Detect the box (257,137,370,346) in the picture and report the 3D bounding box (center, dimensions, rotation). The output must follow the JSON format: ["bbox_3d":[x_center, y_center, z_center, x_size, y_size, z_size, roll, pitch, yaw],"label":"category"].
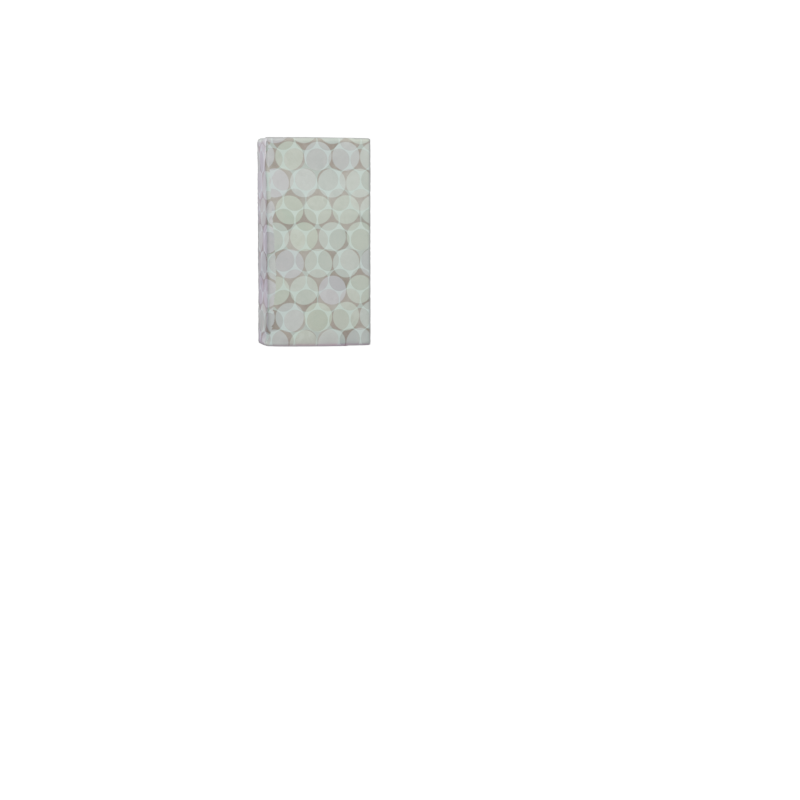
[{"bbox_3d":[-0.074,-0.135,0.944,0.091,0.176,0.049,0,1,-16],"label":"box"}]
